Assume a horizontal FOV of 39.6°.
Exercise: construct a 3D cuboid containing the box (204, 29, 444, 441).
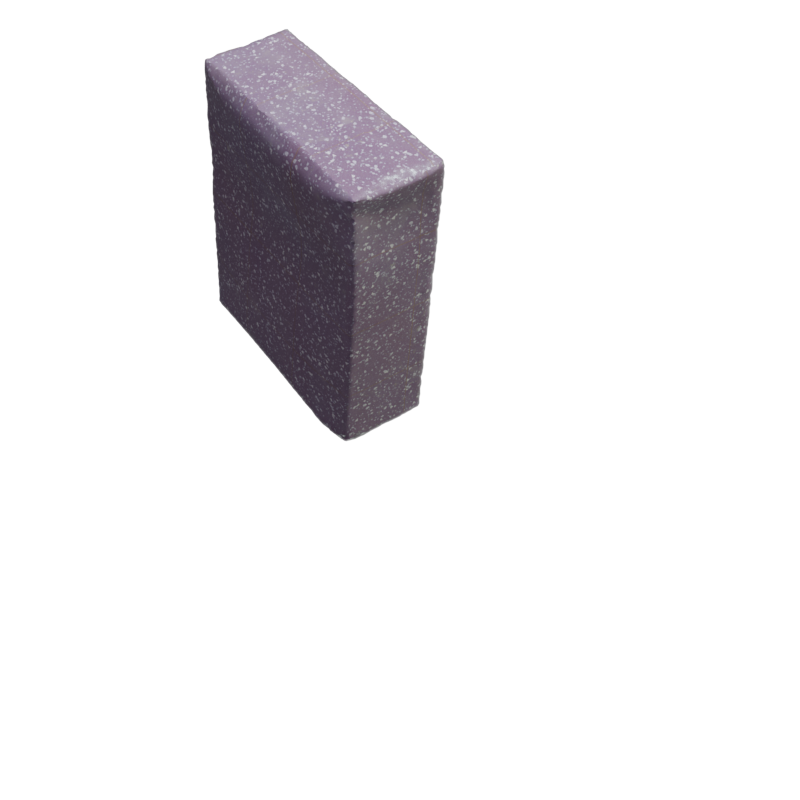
[{"bbox_3d":[-0.056,-0.101,0.711,0.071,0.199,0.177,-25,53,-25],"label":"box"}]
